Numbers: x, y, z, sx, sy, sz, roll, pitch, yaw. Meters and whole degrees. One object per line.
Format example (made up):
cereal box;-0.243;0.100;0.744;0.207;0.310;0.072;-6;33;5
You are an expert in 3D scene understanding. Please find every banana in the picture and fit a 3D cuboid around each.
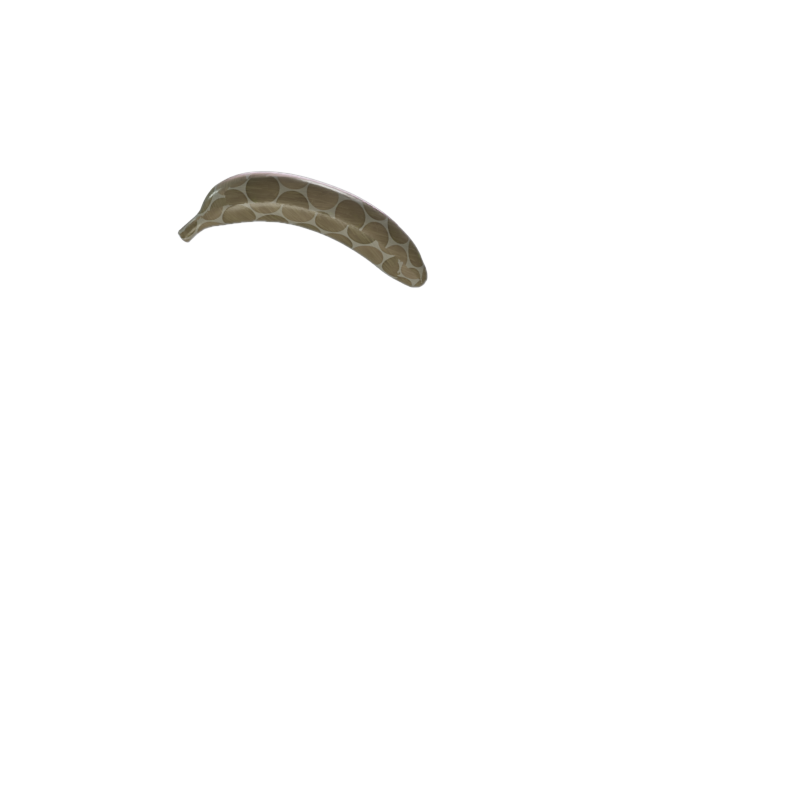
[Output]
banana;-0.064;-0.135;0.841;0.194;0.066;0.039;12;42;-11
